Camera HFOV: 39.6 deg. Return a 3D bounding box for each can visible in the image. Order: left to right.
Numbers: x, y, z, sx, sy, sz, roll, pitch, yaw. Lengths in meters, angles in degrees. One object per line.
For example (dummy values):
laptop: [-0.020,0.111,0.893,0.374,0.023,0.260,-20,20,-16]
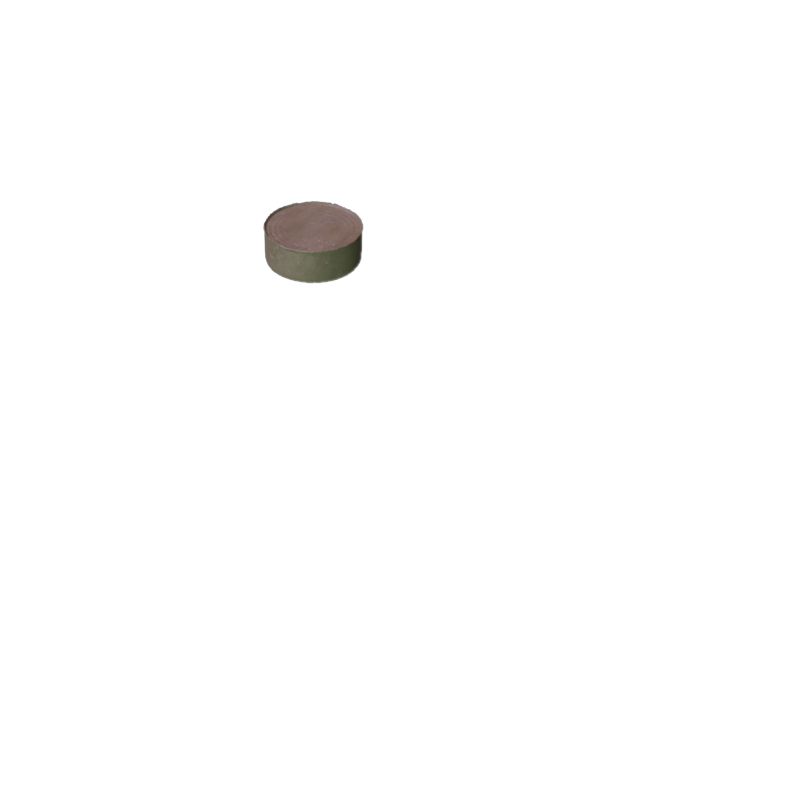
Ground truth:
can: [-0.075,-0.137,0.957,0.086,0.031,0.092,-1,36,-2]
